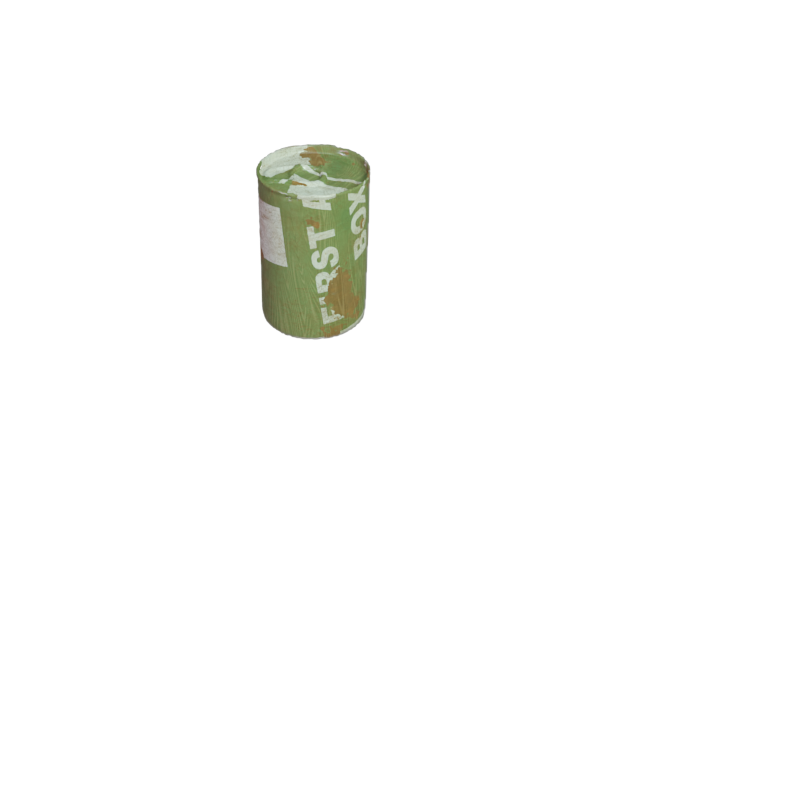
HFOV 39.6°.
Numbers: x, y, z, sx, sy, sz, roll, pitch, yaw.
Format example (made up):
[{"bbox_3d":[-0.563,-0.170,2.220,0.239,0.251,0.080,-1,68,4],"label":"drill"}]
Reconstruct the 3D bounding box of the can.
[{"bbox_3d":[-0.053,-0.097,0.682,0.068,0.096,0.073,0,34,-3],"label":"can"}]
